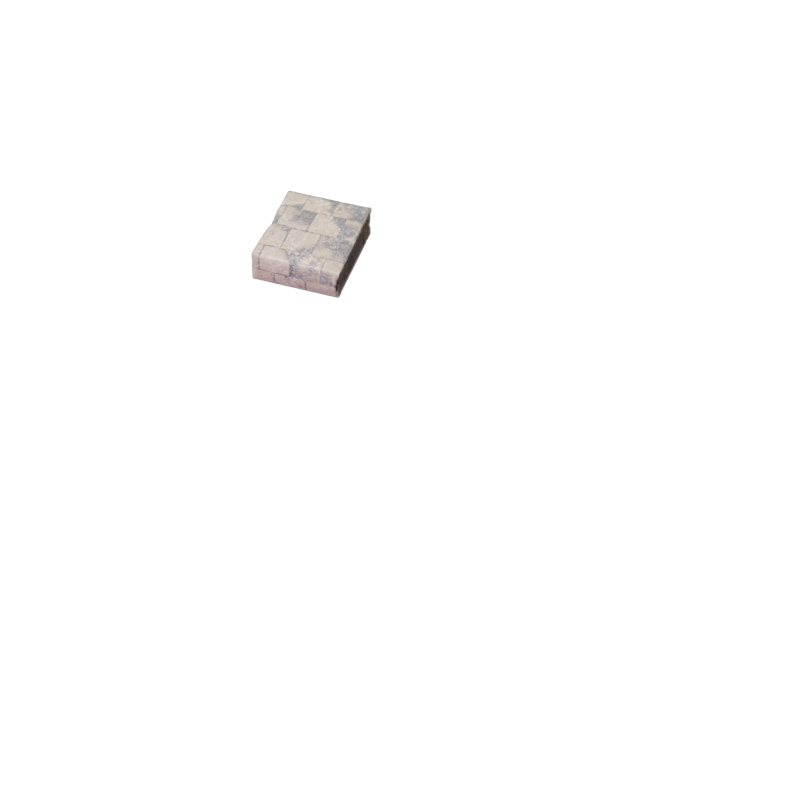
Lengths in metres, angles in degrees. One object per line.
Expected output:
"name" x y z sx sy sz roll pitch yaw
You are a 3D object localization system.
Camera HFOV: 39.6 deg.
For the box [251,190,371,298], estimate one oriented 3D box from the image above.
"box" -0.069 -0.127 0.888 0.075 0.028 0.093 13 46 12
